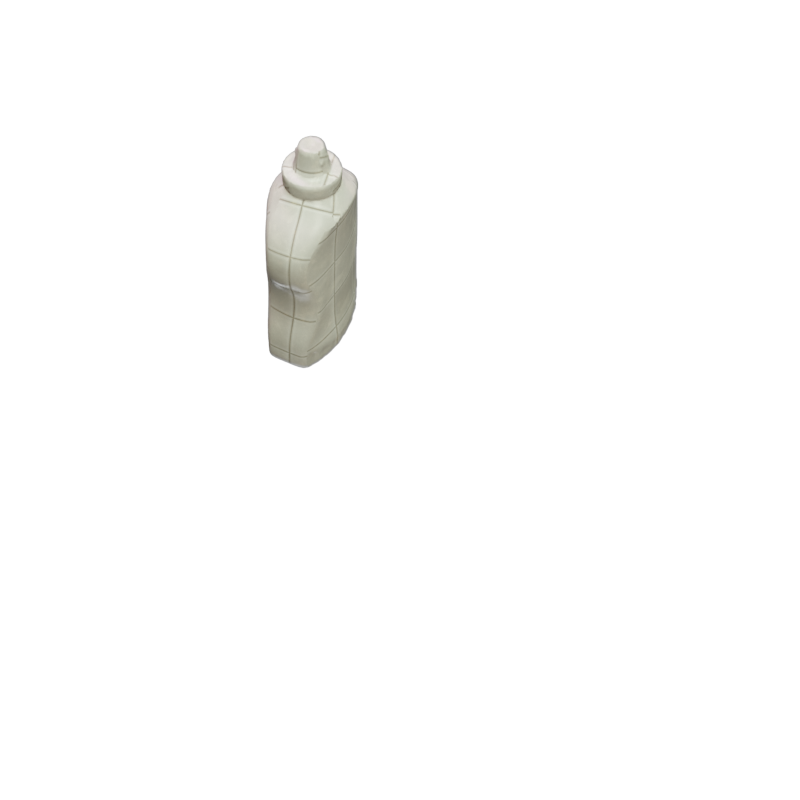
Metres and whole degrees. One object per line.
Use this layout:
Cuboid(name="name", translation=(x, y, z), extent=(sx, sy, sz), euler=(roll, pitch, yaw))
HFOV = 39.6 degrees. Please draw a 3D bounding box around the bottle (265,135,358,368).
Cuboid(name="bottle", translation=(-0.063, -0.114, 0.796), extent=(0.060, 0.100, 0.179), euler=(22, -35, 12))
